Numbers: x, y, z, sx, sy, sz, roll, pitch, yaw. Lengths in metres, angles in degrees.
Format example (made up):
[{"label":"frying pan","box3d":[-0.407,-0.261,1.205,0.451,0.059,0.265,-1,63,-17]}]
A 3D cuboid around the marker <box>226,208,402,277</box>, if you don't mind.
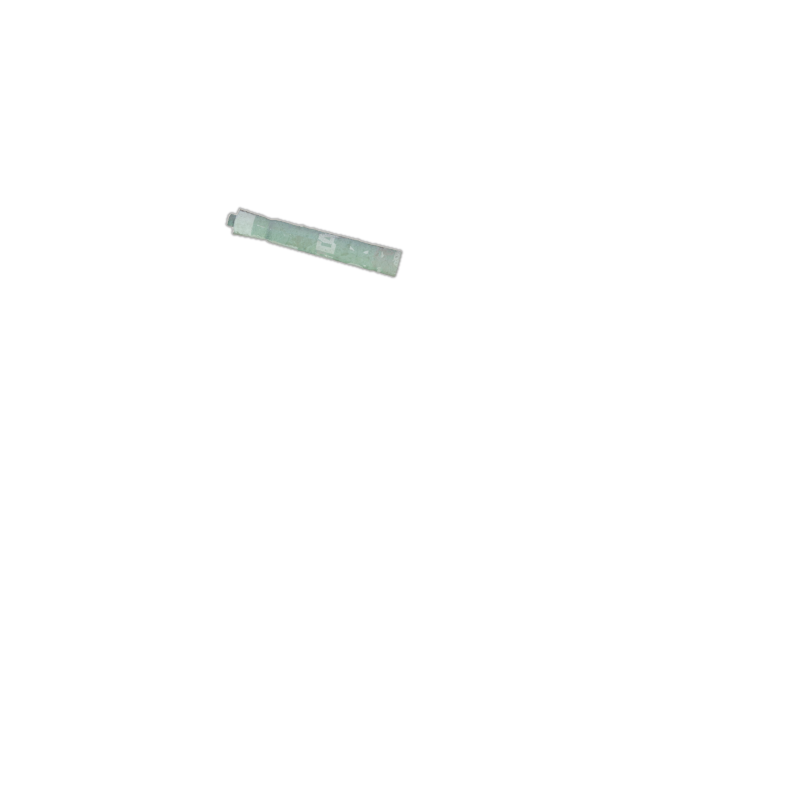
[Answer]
[{"label":"marker","box3d":[-0.059,-0.108,0.757,0.122,0.020,0.020,15,4,3]}]
